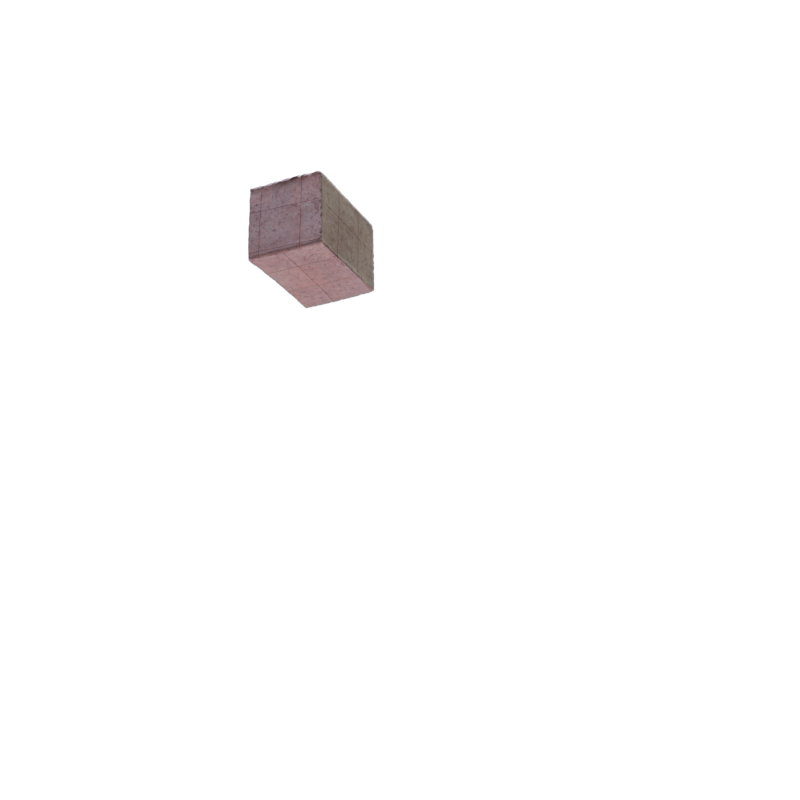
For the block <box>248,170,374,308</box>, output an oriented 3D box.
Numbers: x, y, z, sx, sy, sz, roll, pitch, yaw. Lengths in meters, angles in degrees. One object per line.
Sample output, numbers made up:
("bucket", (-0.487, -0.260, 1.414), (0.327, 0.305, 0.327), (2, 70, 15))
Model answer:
("block", (-0.055, -0.101, 0.705), (0.053, 0.054, 0.072), (-12, -27, 22))
